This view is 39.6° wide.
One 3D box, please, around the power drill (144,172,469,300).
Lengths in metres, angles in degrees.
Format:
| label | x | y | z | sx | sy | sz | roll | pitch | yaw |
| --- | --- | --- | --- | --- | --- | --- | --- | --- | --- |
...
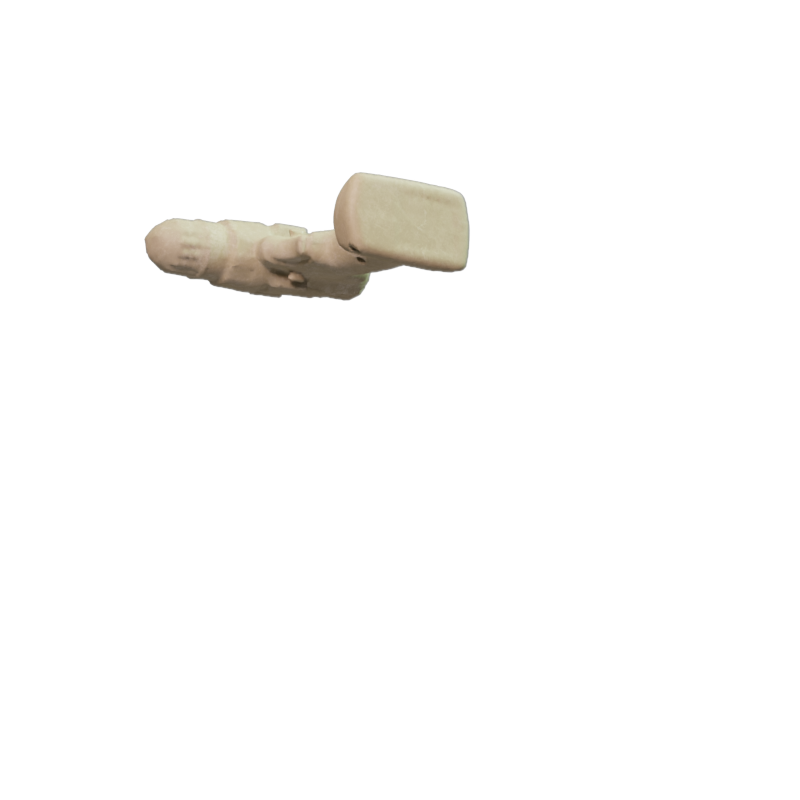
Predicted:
| label | x | y | z | sx | sy | sz | roll | pitch | yaw |
| --- | --- | --- | --- | --- | --- | --- | --- | --- | --- |
| power drill | -0.060 | -0.110 | 0.767 | 0.177 | 0.058 | 0.192 | 2 | -4 | -37 |
